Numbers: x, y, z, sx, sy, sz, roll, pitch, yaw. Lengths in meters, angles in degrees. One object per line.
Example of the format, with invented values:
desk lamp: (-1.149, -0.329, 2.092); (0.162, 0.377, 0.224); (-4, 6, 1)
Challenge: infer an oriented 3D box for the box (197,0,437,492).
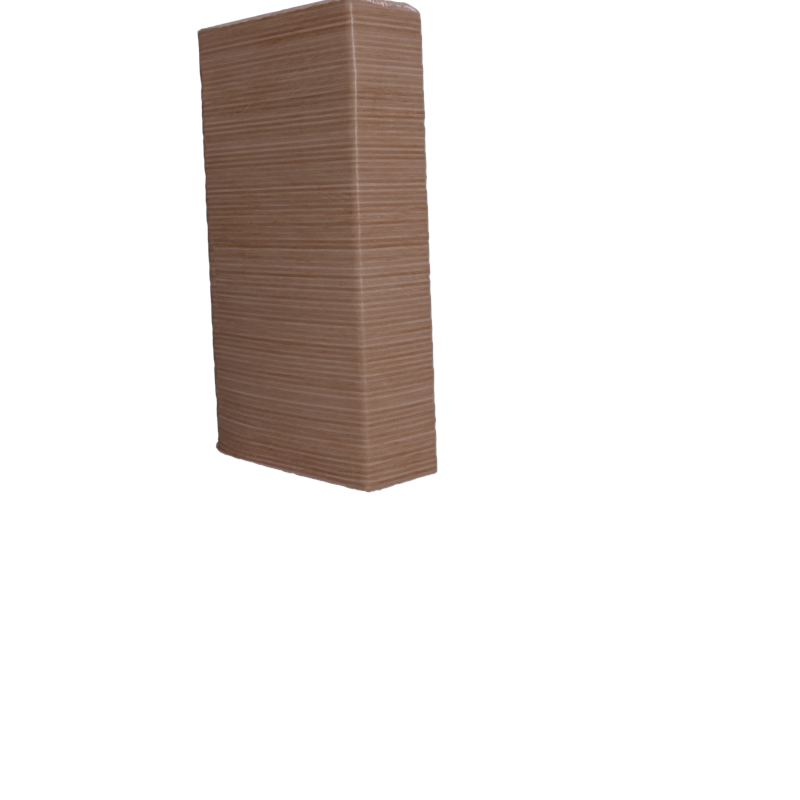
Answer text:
box: (-0.034, -0.062, 0.433); (0.046, 0.176, 0.097); (-2, 3, -44)
